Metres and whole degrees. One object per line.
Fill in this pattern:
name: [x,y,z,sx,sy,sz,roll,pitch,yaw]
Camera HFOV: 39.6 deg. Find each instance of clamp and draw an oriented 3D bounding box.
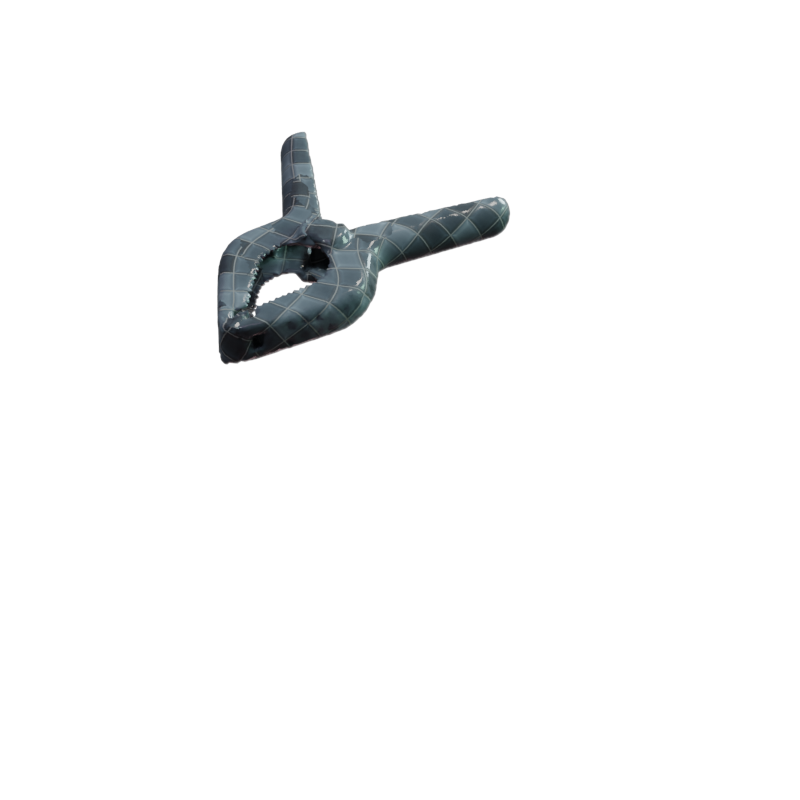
clamp: [-0.053,-0.097,0.677,0.174,0.034,0.213,26,47,26]
